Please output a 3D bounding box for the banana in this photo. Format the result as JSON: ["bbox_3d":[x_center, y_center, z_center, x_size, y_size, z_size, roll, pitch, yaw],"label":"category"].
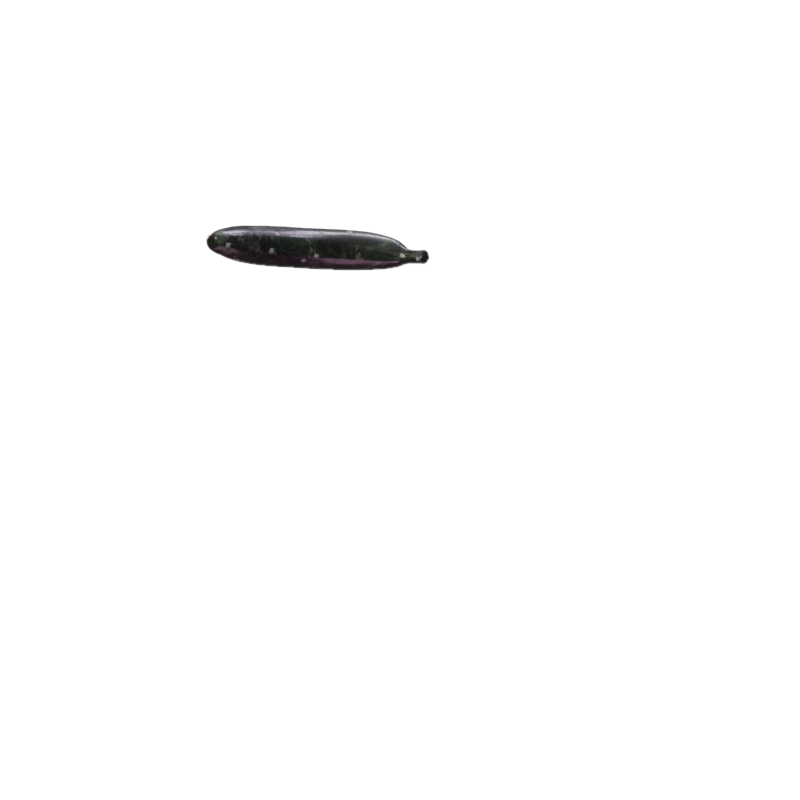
[{"bbox_3d":[-0.078,-0.139,0.997,0.194,0.037,0.069,1,-5,-12],"label":"banana"}]
